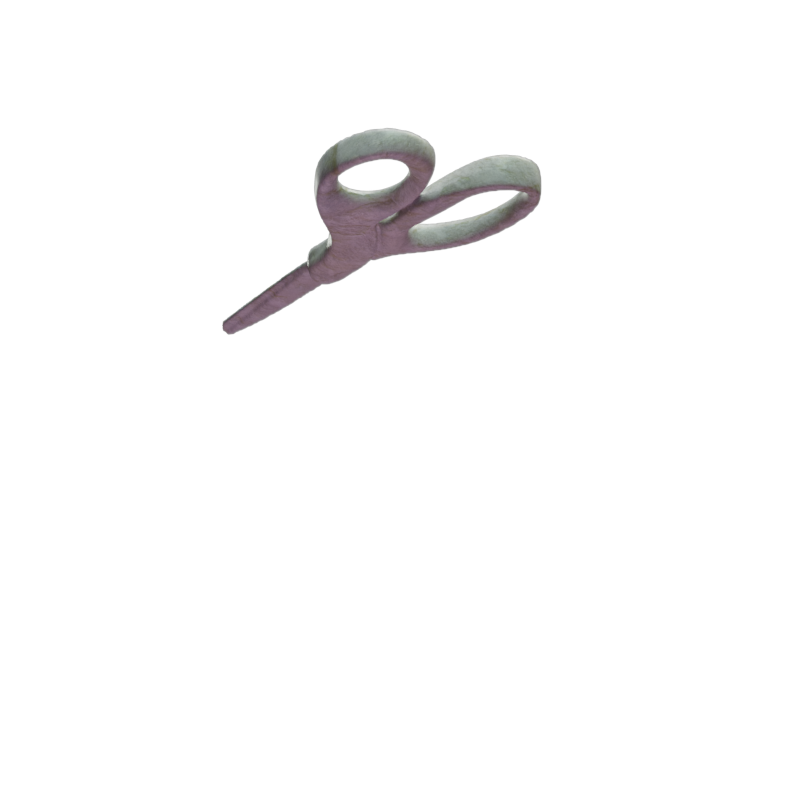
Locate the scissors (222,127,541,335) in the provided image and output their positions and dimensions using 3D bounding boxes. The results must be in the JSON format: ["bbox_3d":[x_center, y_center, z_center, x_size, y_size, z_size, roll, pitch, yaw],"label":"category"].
[{"bbox_3d":[-0.037,-0.067,0.473,0.204,0.017,0.090,-16,-25,36],"label":"scissors"}]
